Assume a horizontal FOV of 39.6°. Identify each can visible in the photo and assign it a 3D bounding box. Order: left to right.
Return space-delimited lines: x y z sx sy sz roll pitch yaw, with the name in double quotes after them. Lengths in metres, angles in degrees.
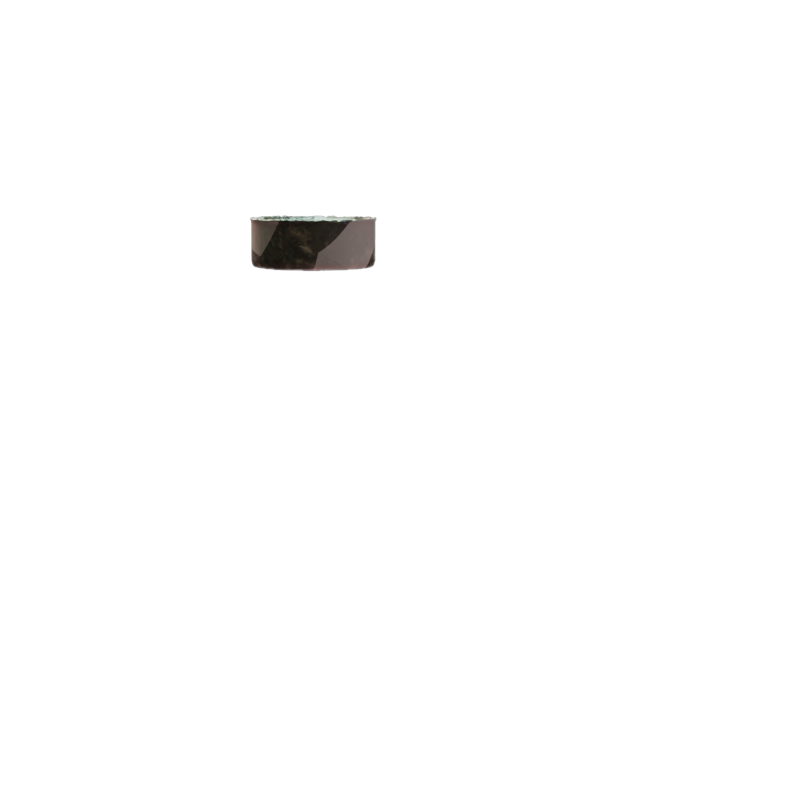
-0.059 -0.107 0.752 0.086 0.033 0.087 0 10 -2 "can"
